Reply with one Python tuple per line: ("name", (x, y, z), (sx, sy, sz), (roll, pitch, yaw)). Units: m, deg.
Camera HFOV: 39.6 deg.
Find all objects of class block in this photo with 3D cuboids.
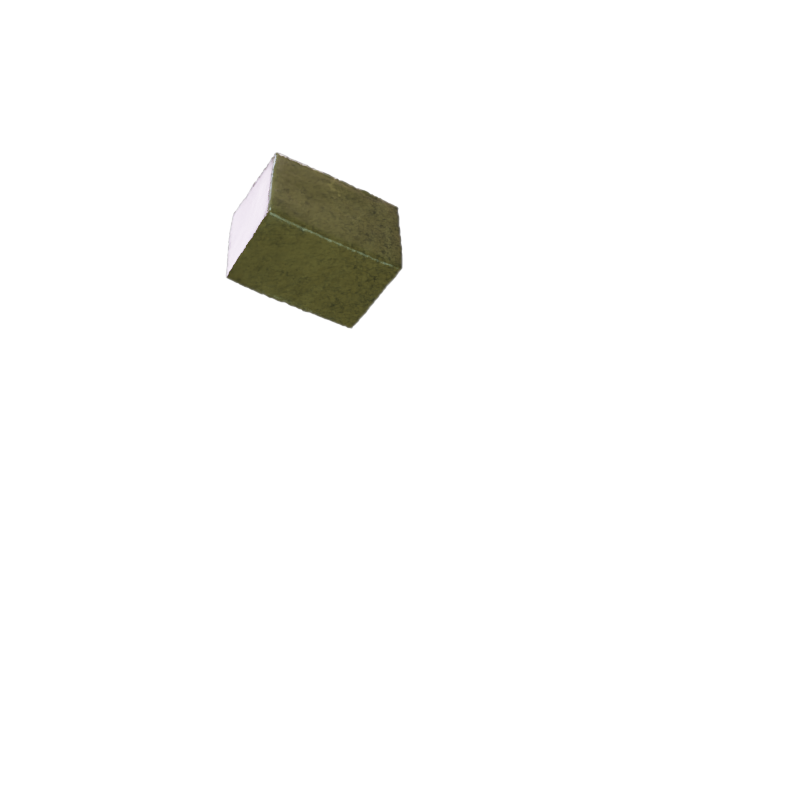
("block", (-0.045, -0.083, 0.579), (0.075, 0.055, 0.051), (22, -50, -21))
